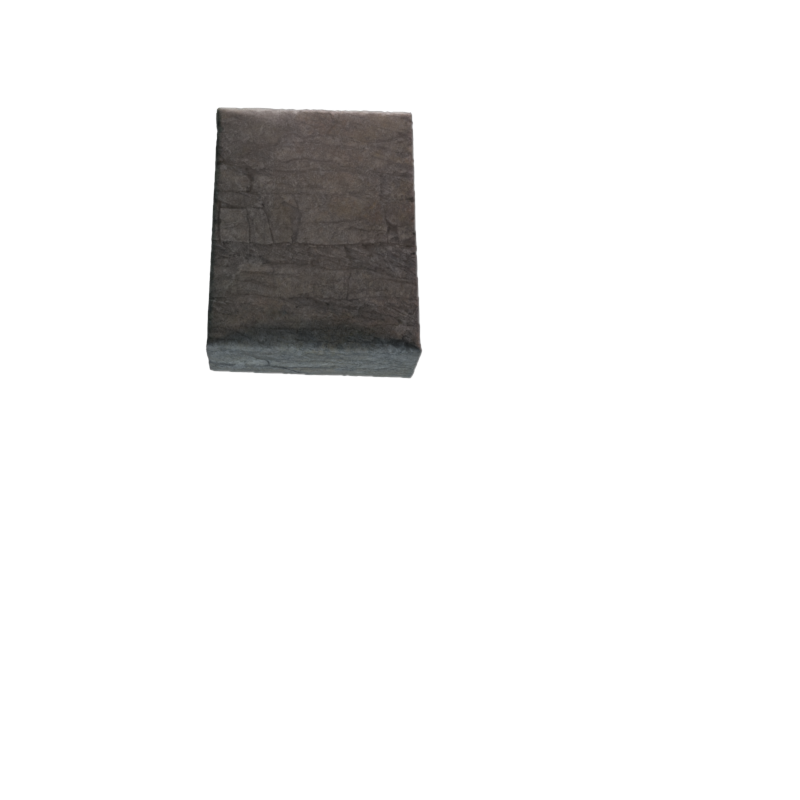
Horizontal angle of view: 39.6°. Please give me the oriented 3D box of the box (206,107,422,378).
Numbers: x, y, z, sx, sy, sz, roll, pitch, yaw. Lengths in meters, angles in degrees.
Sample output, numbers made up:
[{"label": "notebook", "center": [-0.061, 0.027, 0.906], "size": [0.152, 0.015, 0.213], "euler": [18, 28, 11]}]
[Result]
[{"label": "box", "center": [-0.070, -0.128, 0.898], "size": [0.163, 0.226, 0.068], "euler": [0, -25, -4]}]
